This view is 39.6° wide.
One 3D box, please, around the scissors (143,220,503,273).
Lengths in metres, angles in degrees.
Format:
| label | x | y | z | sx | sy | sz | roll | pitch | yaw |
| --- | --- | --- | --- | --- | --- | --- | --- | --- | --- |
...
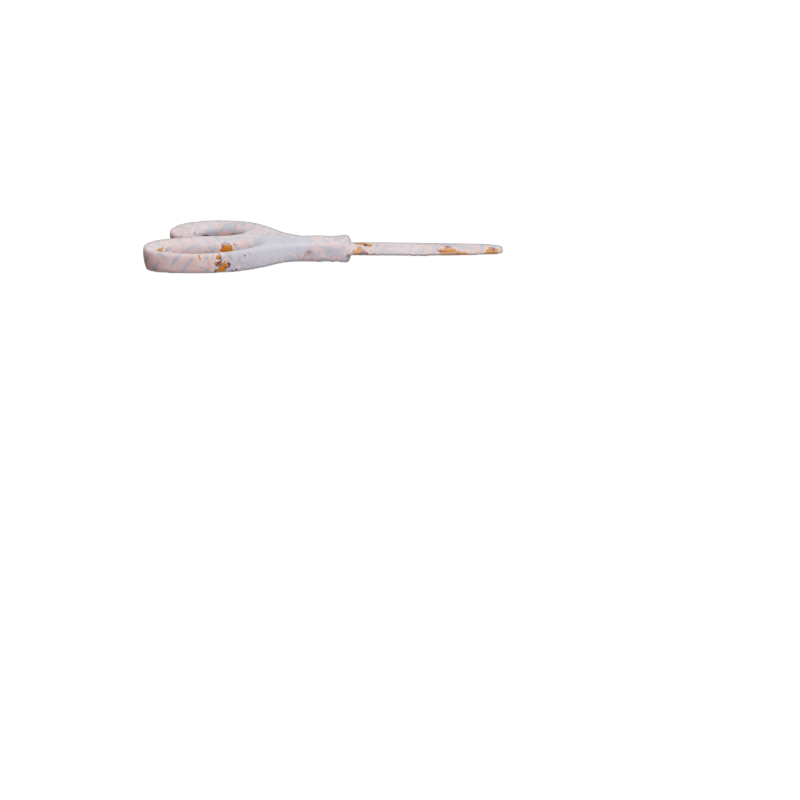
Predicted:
| label | x | y | z | sx | sy | sz | roll | pitch | yaw |
| --- | --- | --- | --- | --- | --- | --- | --- | --- | --- |
| scissors | -0.051 | -0.094 | 0.656 | 0.199 | 0.015 | 0.102 | -5 | 21 | -14 |
